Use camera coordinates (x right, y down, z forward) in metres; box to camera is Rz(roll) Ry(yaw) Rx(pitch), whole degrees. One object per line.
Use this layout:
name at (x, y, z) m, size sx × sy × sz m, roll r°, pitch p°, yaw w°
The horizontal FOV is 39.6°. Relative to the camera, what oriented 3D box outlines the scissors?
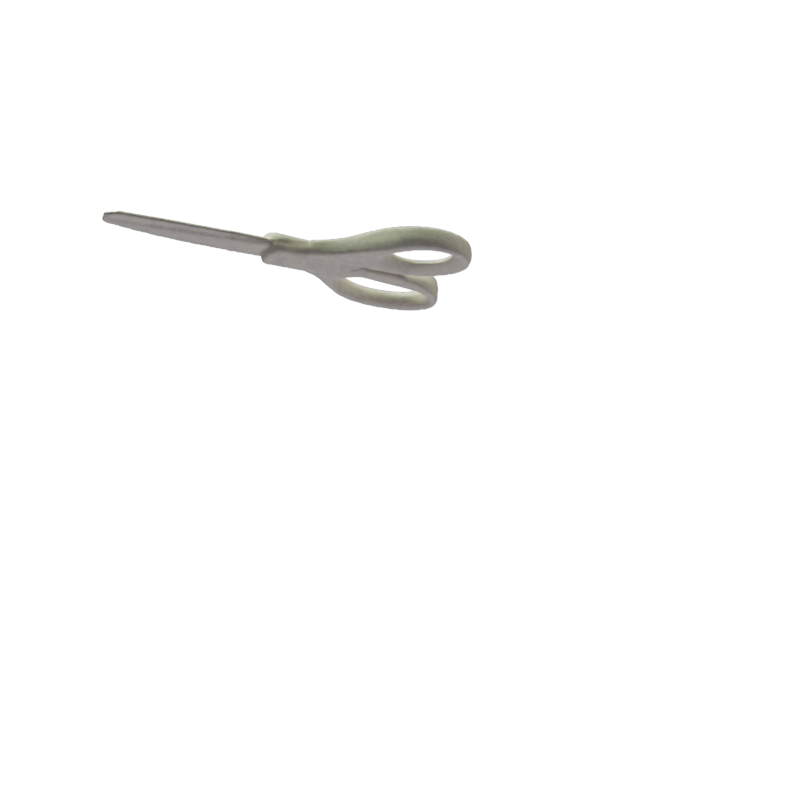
scissors at (-0.046, -0.084, 0.588) m, size 0.191 × 0.017 × 0.097 m, roll 16°, pitch -25°, yaw -38°
